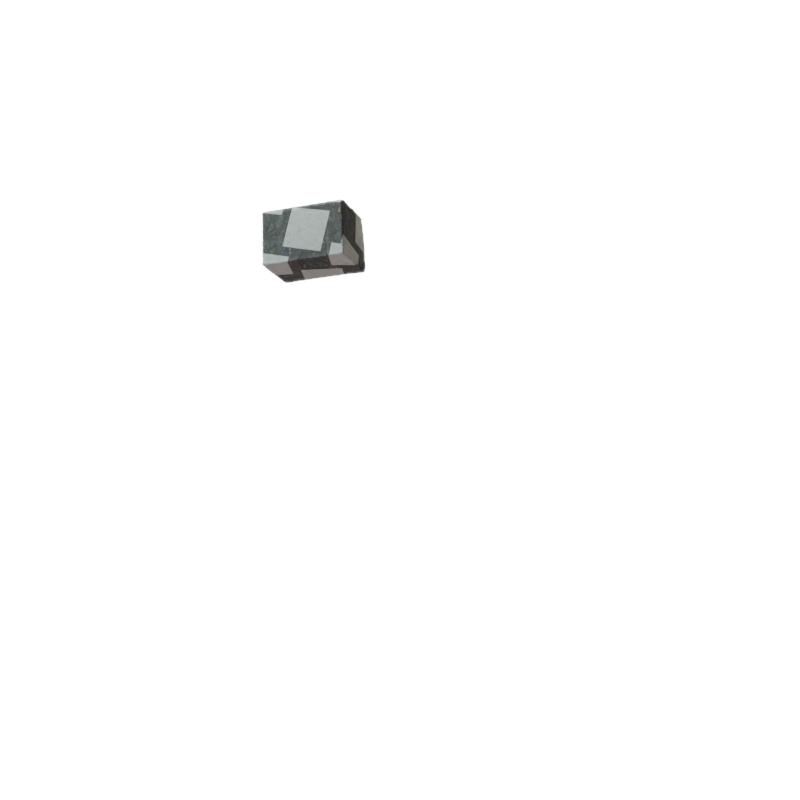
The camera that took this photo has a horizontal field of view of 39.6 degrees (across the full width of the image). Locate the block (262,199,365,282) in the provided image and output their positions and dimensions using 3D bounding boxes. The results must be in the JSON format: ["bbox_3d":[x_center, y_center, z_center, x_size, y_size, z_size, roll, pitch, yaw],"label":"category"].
[{"bbox_3d":[-0.076,-0.139,0.971,0.079,0.054,0.049,-6,-18,19],"label":"block"}]
